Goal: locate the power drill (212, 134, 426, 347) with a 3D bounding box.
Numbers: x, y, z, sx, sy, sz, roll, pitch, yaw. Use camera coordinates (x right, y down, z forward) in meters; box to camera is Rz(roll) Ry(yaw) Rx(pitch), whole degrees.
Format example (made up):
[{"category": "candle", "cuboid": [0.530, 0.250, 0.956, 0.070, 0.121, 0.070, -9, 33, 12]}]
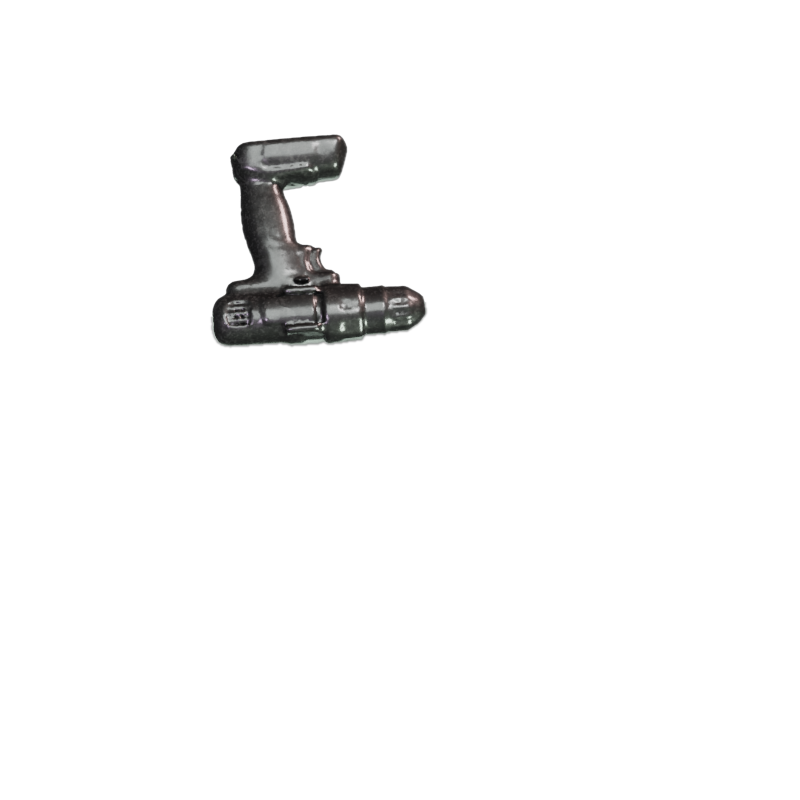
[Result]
[{"category": "power drill", "cuboid": [-0.077, -0.140, 0.981, 0.184, 0.197, 0.055, -5, -21, -2]}]
